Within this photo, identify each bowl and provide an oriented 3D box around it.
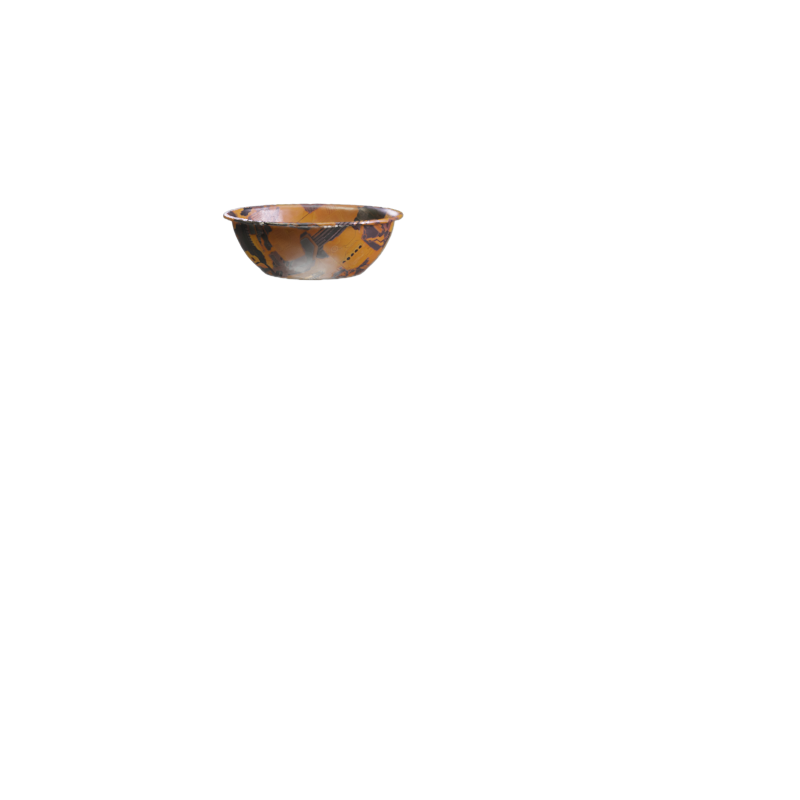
[{"bbox_3d":[-0.078,-0.142,0.997,0.162,0.053,0.167,0,15,-2],"label":"bowl"}]
